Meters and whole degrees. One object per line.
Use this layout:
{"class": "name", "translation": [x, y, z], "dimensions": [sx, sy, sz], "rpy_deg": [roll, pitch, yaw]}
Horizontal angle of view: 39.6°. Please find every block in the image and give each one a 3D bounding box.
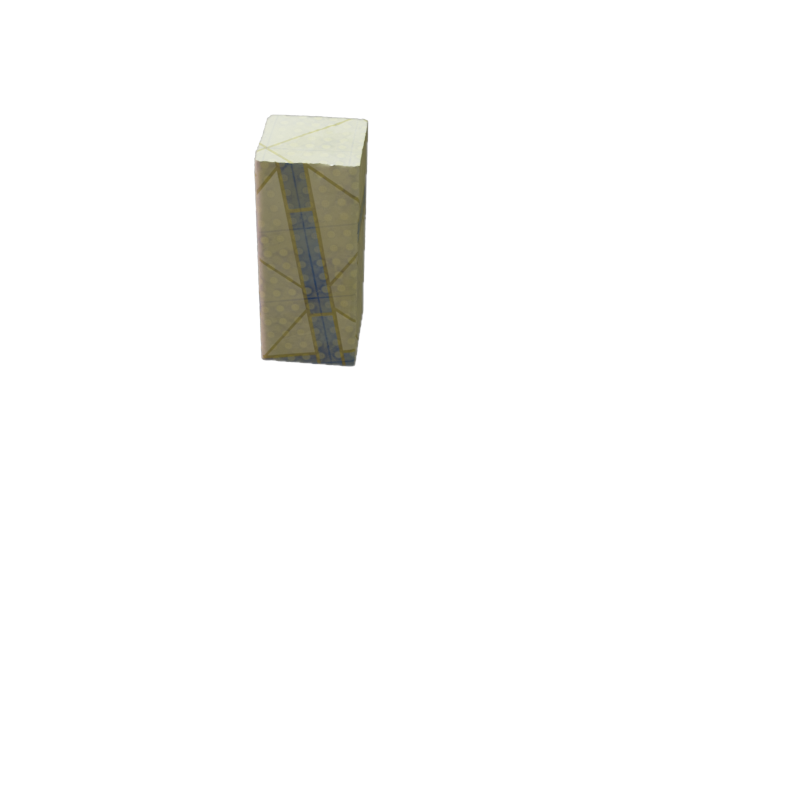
{"class": "block", "translation": [-0.078, -0.142, 0.990], "dimensions": [0.091, 0.193, 0.096], "rpy_deg": [4, 35, 2]}
